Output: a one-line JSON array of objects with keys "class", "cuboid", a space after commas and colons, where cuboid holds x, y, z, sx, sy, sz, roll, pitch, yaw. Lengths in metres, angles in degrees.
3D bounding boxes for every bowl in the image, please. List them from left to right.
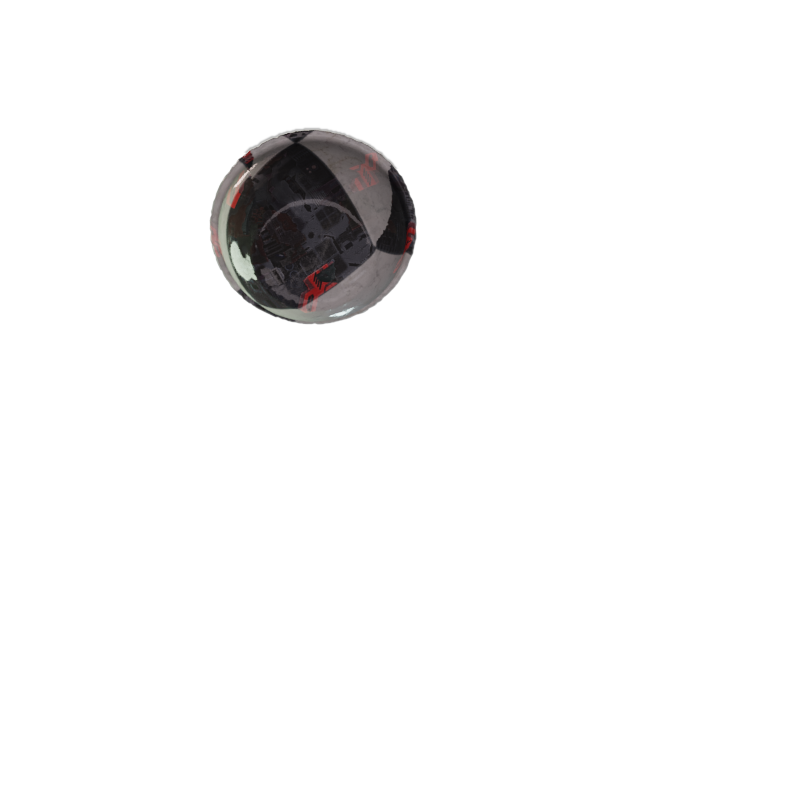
[{"class": "bowl", "cuboid": [-0.066, -0.120, 0.842, 0.162, 0.154, 0.058, 1, 23, -1]}]
